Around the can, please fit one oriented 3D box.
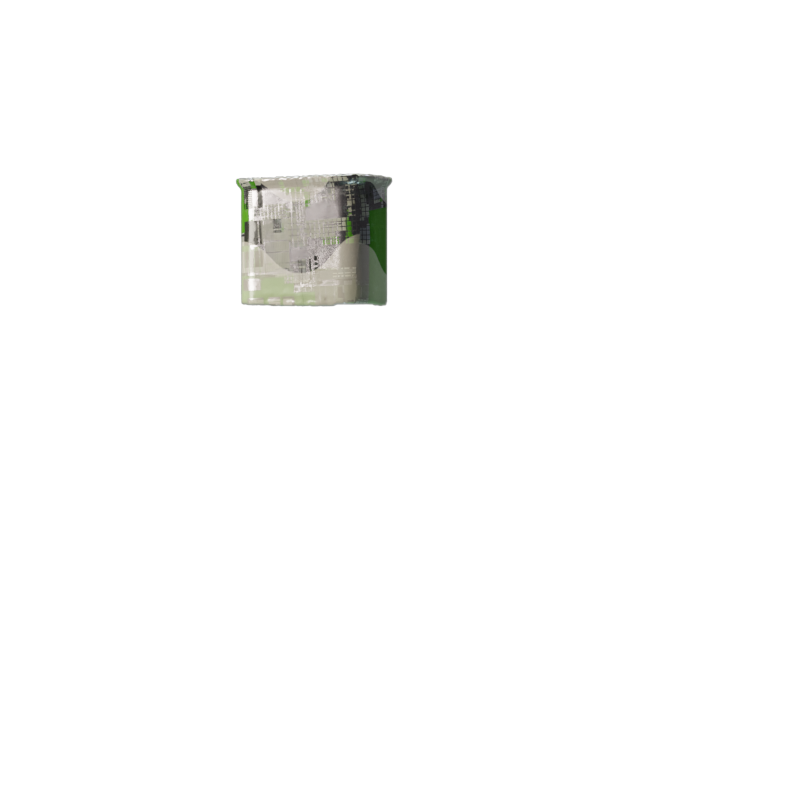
[{"bbox_3d":[-0.057,-0.104,0.730,0.105,0.084,0.056,2,1,26],"label":"can"}]
